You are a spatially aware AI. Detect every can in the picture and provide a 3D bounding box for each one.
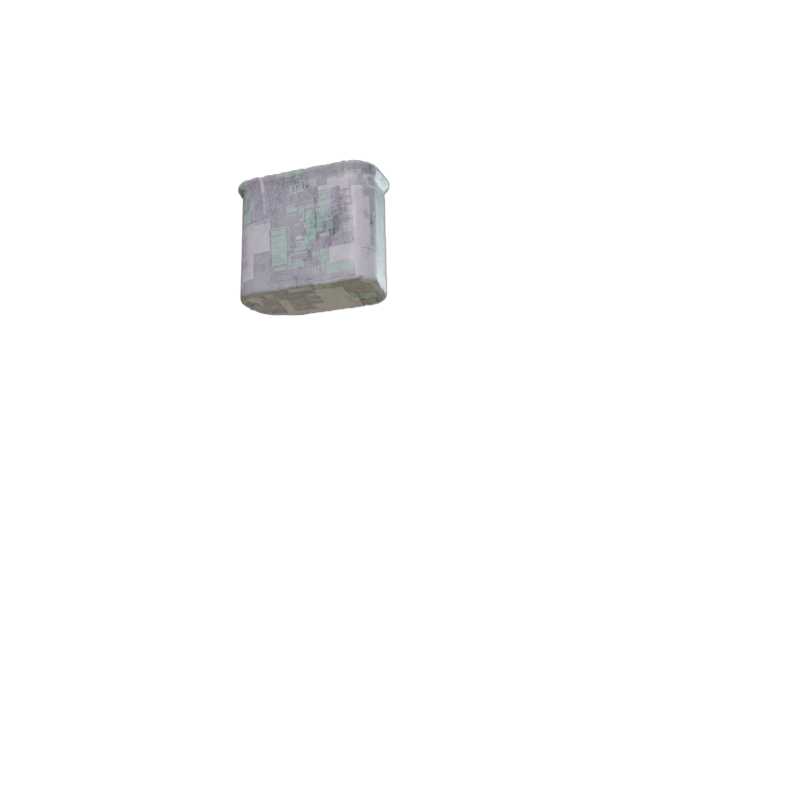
[{"bbox_3d":[-0.058,-0.107,0.746,0.104,0.088,0.054,-8,-22,19],"label":"can"}]
